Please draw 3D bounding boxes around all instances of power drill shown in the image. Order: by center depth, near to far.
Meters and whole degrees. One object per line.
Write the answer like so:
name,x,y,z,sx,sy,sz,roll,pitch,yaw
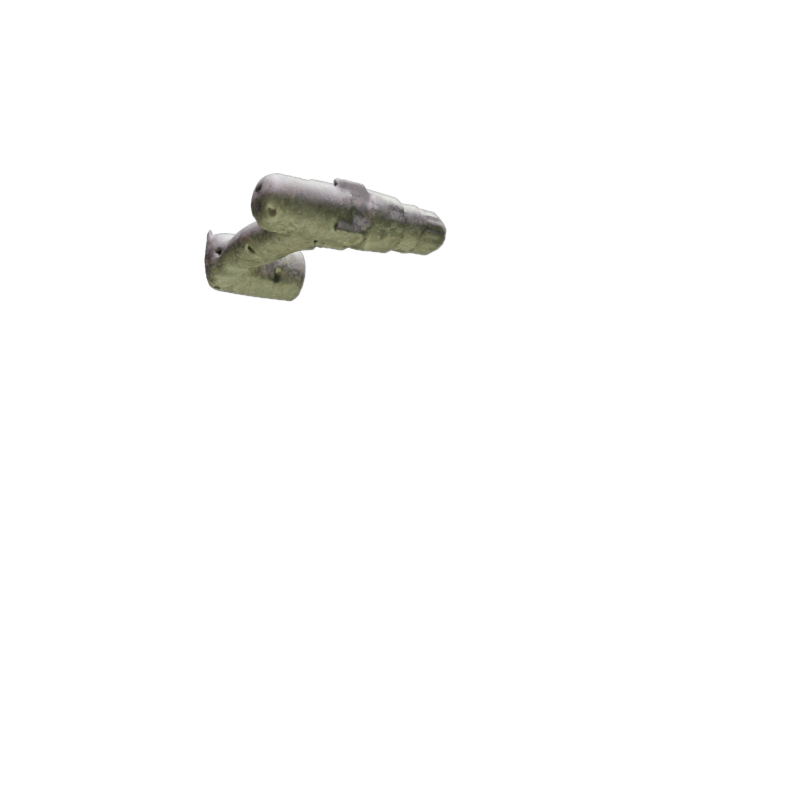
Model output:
power drill,-0.078,-0.142,0.993,0.176,0.060,0.188,10,-19,-31
